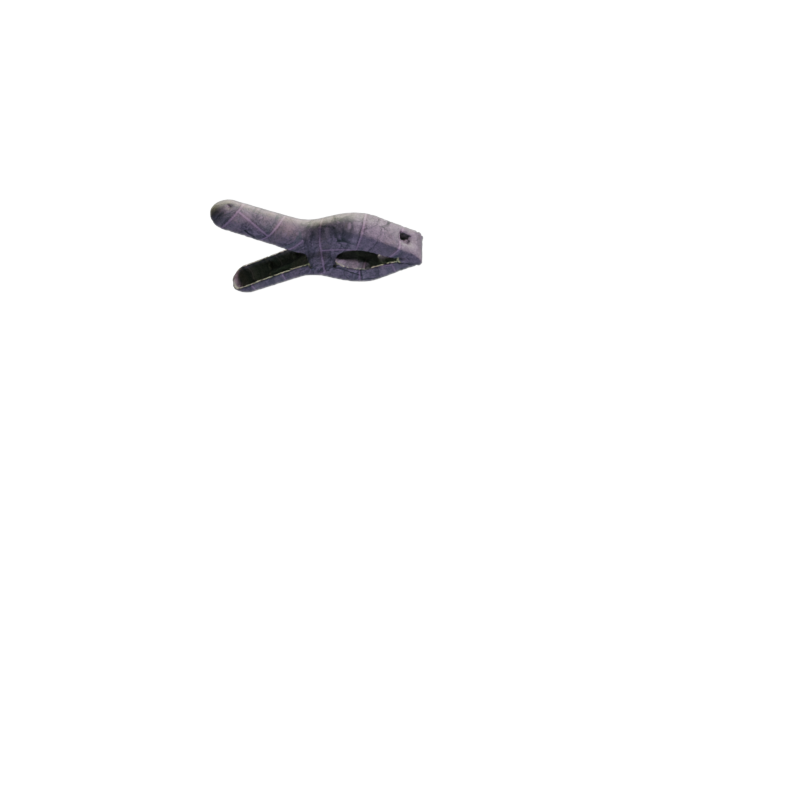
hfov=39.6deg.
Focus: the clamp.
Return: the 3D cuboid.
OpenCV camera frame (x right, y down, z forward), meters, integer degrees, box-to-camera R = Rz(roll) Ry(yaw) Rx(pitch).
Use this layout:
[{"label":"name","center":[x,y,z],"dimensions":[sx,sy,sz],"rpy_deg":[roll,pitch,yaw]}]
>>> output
[{"label":"clamp","center":[-0.070,-0.128,0.900],"dimensions":[0.174,0.041,0.112],"rpy_deg":[-5,-21,12]}]
